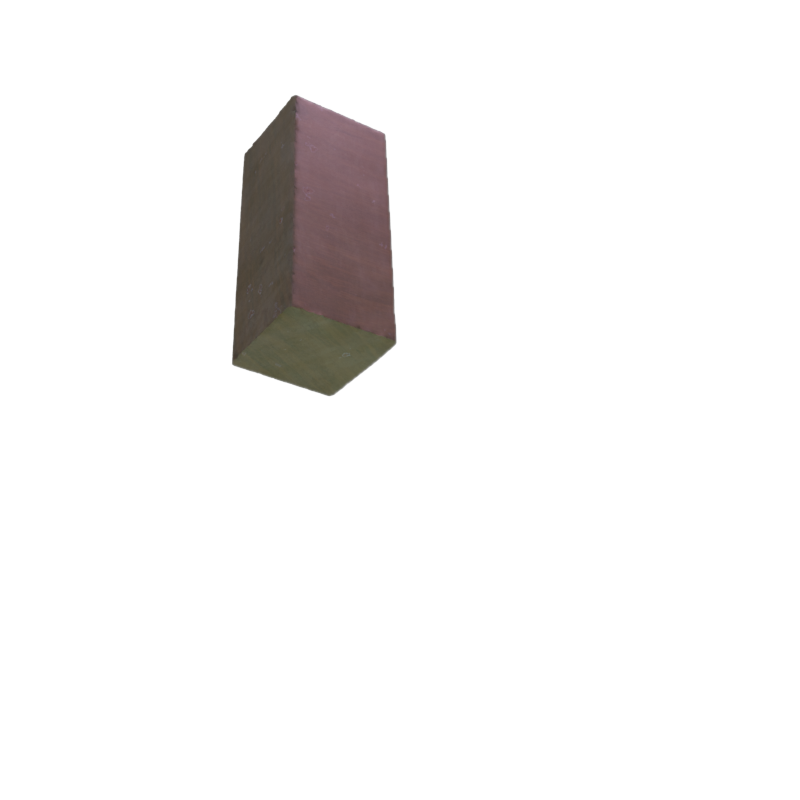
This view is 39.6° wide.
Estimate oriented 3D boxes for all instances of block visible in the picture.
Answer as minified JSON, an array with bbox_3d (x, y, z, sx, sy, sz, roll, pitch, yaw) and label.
[{"bbox_3d":[-0.067,-0.122,0.857,0.086,0.221,0.088,19,-41,-28],"label":"block"}]
